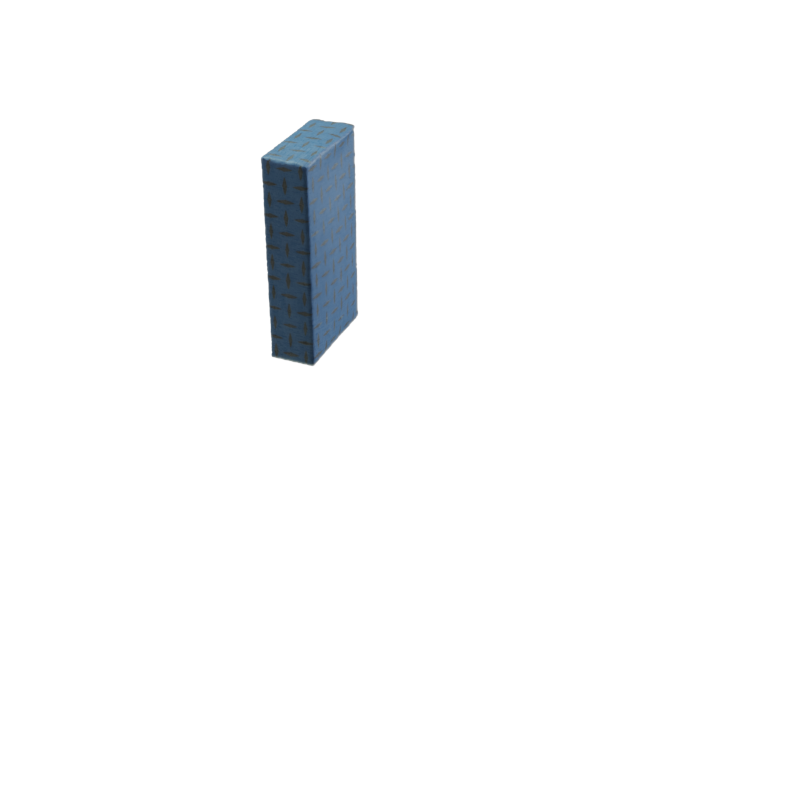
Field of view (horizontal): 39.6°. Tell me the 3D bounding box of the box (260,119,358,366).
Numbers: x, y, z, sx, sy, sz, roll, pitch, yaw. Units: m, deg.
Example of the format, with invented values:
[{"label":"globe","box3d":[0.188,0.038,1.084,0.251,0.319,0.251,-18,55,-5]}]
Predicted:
[{"label":"box","box3d":[-0.070,-0.127,0.891,0.050,0.166,0.096,13,33,18]}]
